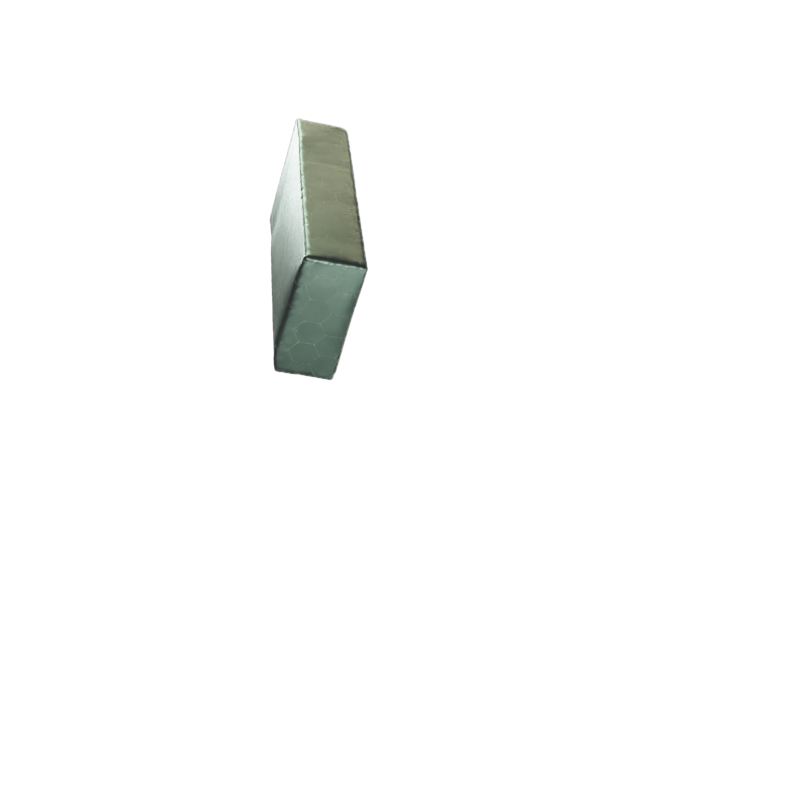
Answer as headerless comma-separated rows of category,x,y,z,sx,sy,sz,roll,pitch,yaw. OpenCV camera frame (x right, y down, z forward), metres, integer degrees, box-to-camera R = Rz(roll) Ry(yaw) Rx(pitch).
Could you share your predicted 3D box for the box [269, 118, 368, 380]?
box,-0.058,-0.106,0.745,0.047,0.089,0.189,11,37,-13
